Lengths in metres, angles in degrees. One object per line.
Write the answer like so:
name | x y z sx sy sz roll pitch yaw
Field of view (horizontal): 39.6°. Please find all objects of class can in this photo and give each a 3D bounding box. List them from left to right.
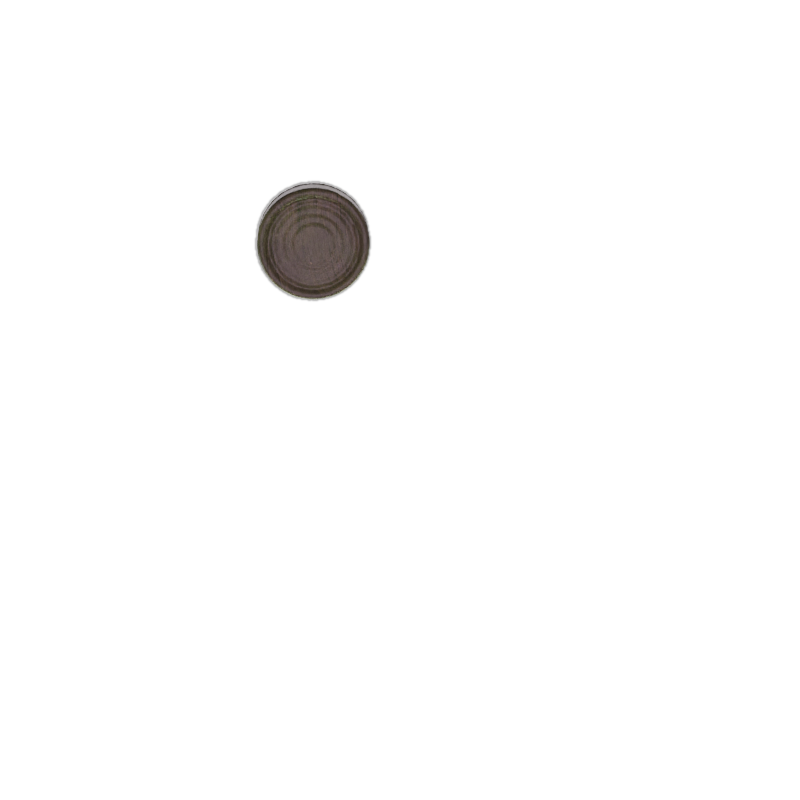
can | -0.065 -0.119 0.831 0.086 0.084 0.034 0 11 -1
